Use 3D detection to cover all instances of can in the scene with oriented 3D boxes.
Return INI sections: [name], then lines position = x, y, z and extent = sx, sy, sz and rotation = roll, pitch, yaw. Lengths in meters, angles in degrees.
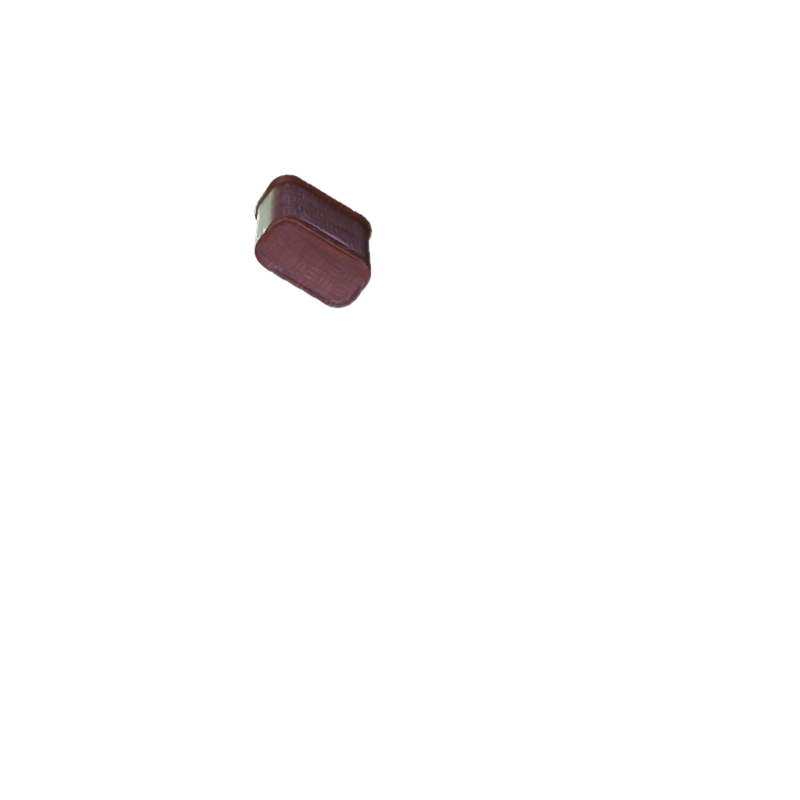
[can]
position = -0.073, -0.132, 0.927
extent = 0.098, 0.056, 0.089
rotation = 29, 25, -17
